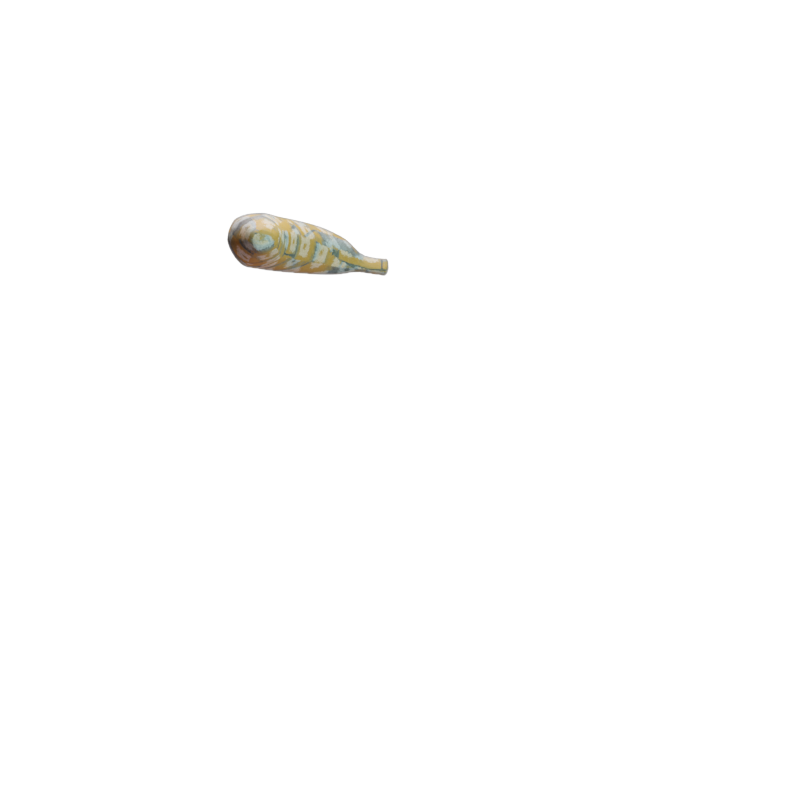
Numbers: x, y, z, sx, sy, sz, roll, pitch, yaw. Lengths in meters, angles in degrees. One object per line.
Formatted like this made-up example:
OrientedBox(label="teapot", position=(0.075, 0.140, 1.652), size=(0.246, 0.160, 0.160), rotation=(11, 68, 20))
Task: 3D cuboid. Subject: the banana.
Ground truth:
OrientedBox(label="banana", position=(-0.073, -0.106, 0.746), size=(0.071, 0.037, 0.192), rotation=(1, 3, 22))
